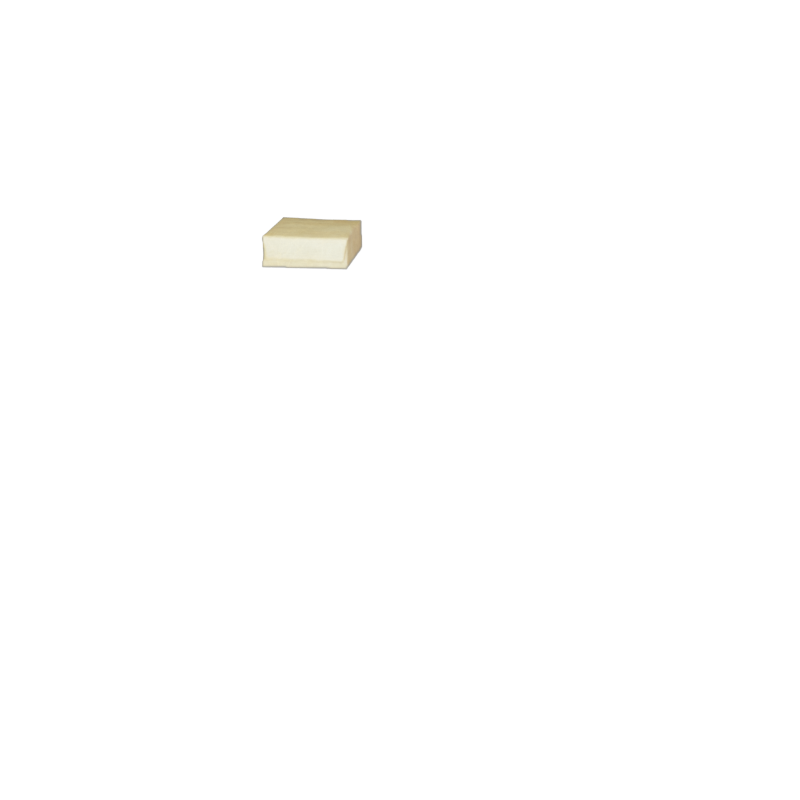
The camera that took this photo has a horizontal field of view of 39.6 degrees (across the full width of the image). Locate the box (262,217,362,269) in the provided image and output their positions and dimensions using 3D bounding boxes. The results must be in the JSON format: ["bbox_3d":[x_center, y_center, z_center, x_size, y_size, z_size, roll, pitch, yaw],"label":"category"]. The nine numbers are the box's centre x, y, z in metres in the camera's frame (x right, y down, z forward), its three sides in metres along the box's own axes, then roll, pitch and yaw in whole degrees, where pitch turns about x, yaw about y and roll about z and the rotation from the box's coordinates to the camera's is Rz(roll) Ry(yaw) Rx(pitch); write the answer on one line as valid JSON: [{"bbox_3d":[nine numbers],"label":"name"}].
[{"bbox_3d":[-0.075,-0.136,0.956,0.074,0.029,0.091,3,18,8],"label":"box"}]
